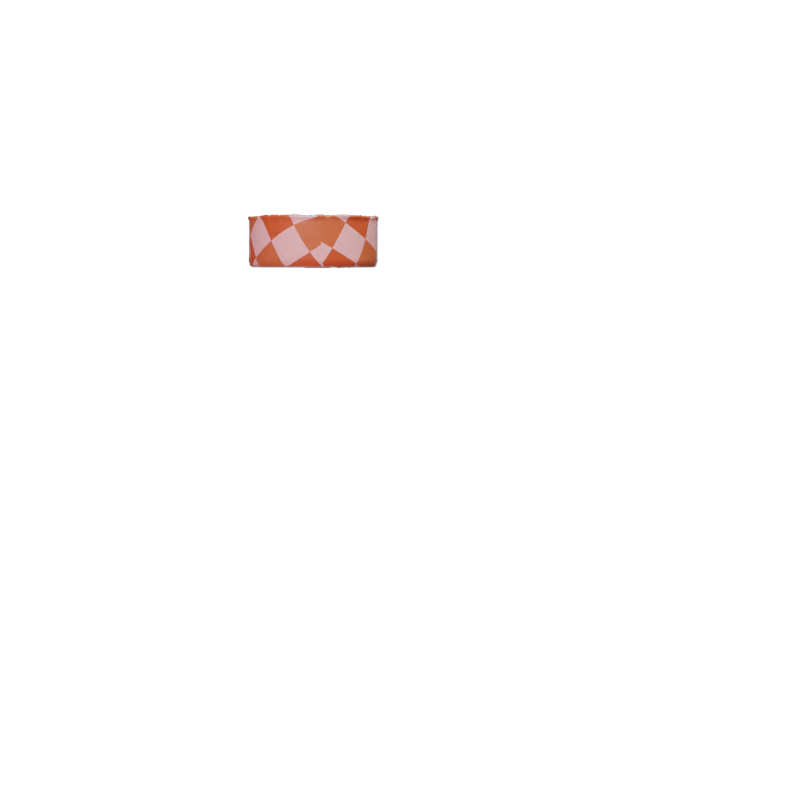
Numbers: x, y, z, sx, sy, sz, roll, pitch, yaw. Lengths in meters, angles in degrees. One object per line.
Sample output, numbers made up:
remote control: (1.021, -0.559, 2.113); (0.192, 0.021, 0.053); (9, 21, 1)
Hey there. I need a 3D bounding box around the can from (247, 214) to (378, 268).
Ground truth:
can: (-0.057, -0.104, 0.726); (0.086, 0.033, 0.087); (0, 7, -2)
